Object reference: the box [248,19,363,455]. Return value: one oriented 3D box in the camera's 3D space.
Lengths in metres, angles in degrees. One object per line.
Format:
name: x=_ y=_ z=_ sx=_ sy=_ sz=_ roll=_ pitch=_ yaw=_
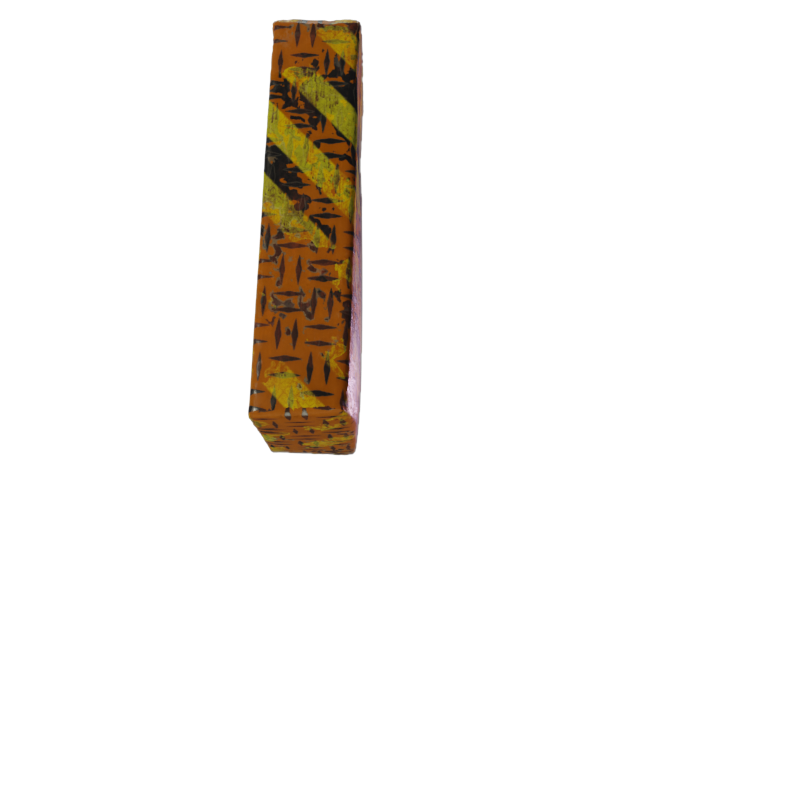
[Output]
box: x=-0.039 y=-0.071 z=0.497 sx=0.048 sy=0.184 sz=0.089 roll=-1 pitch=-18 yaw=-1
